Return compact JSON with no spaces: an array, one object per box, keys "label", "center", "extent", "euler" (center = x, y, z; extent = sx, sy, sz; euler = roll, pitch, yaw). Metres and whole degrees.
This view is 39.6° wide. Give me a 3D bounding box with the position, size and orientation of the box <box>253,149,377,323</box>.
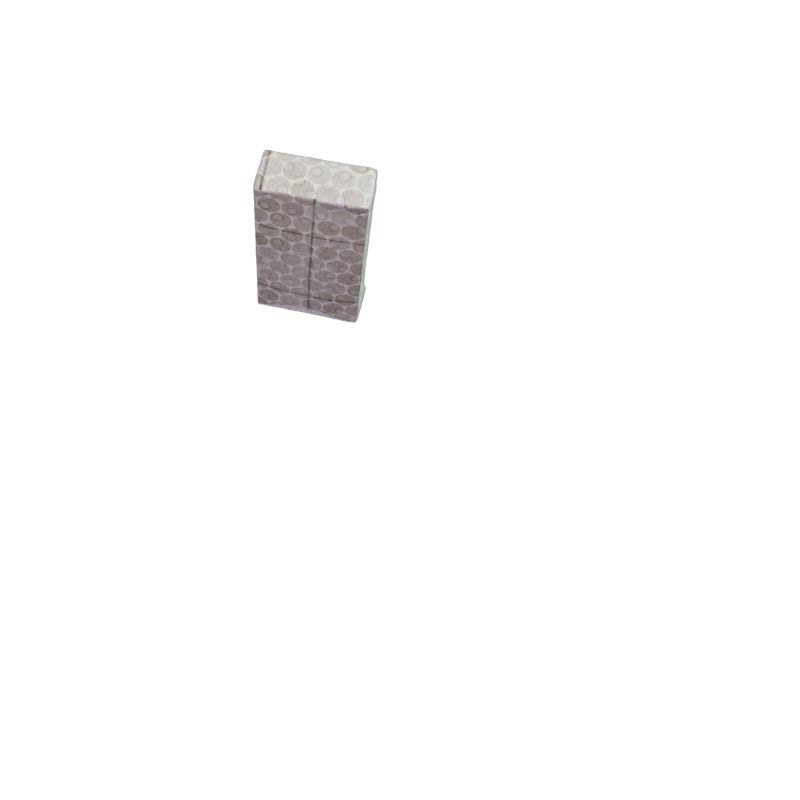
[{"label":"box","center":[-0.072,-0.131,0.917],"extent":[0.094,0.050,0.166],"euler":[12,-26,2]}]
